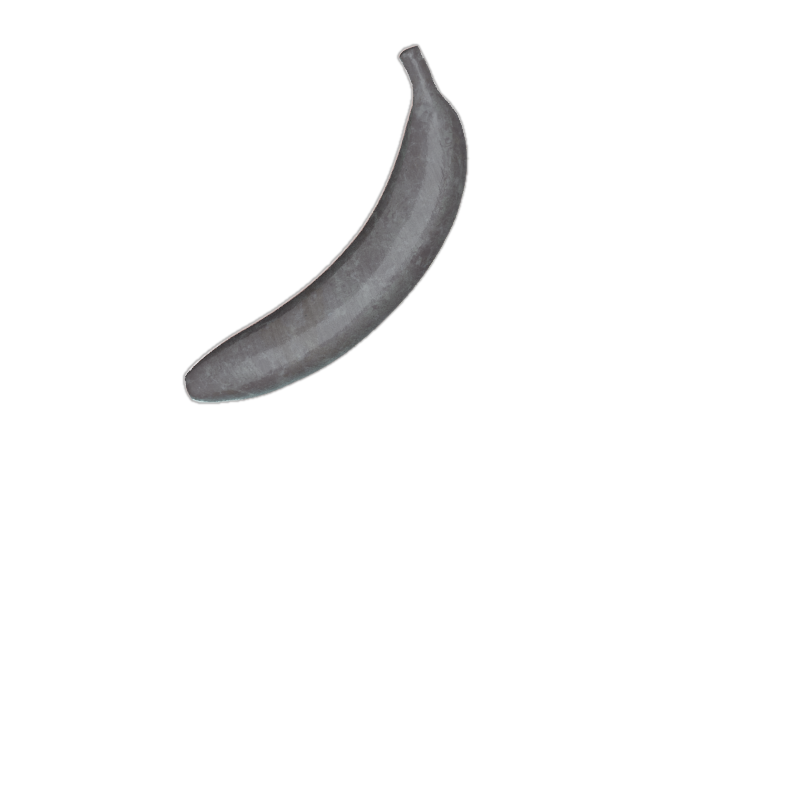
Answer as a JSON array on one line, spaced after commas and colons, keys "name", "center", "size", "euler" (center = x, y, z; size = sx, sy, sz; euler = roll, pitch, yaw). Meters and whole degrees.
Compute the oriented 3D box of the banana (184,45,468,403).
[{"name": "banana", "center": [-0.024, -0.069, 0.530], "size": [0.069, 0.197, 0.037], "euler": [34, 4, -4]}]
